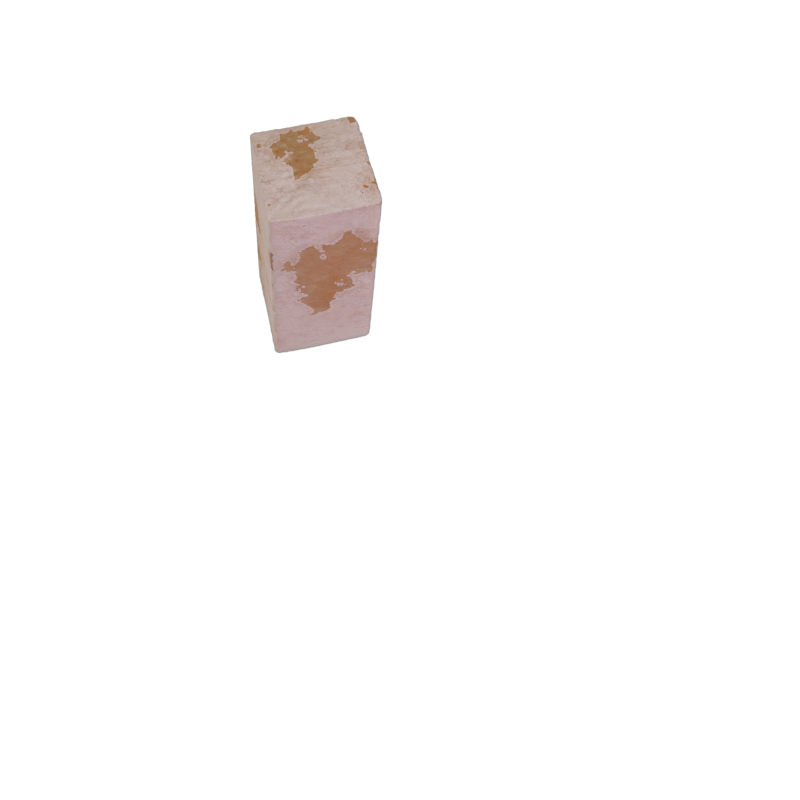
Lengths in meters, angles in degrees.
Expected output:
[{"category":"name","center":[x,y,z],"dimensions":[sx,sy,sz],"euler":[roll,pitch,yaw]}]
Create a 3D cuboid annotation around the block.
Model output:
[{"category":"block","center":[-0.073,-0.134,0.941],"dimensions":[0.089,0.097,0.194],"euler":[-10,-28,-9]}]
